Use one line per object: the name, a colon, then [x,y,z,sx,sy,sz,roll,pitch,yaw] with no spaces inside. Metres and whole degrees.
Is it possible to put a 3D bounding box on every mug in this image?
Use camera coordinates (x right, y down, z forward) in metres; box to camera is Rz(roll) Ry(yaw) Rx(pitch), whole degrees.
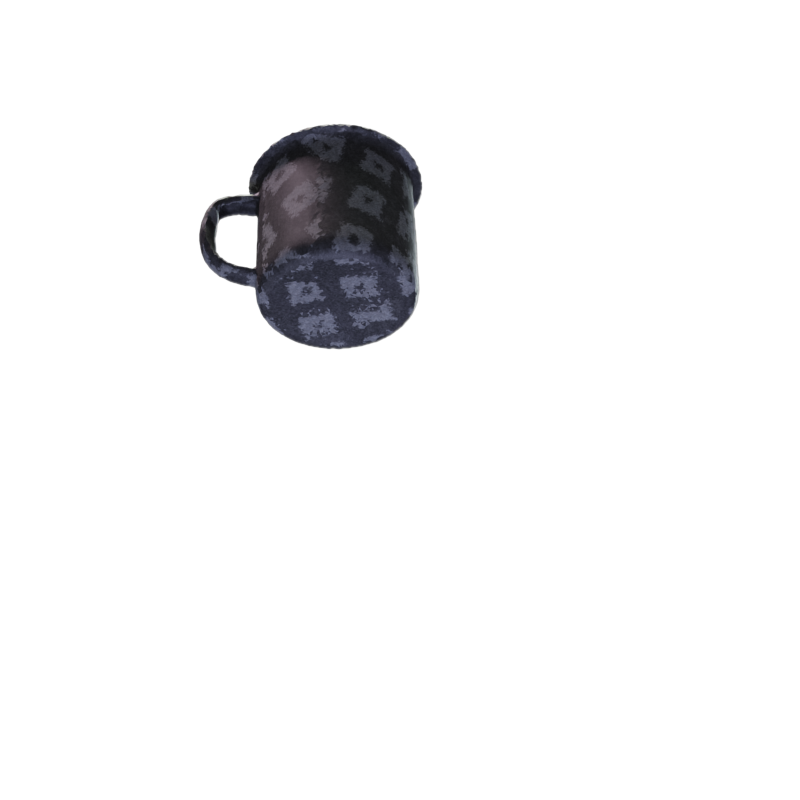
mug: [-0.045,-0.081,0.570,0.116,0.087,0.088,3,-38,-6]
